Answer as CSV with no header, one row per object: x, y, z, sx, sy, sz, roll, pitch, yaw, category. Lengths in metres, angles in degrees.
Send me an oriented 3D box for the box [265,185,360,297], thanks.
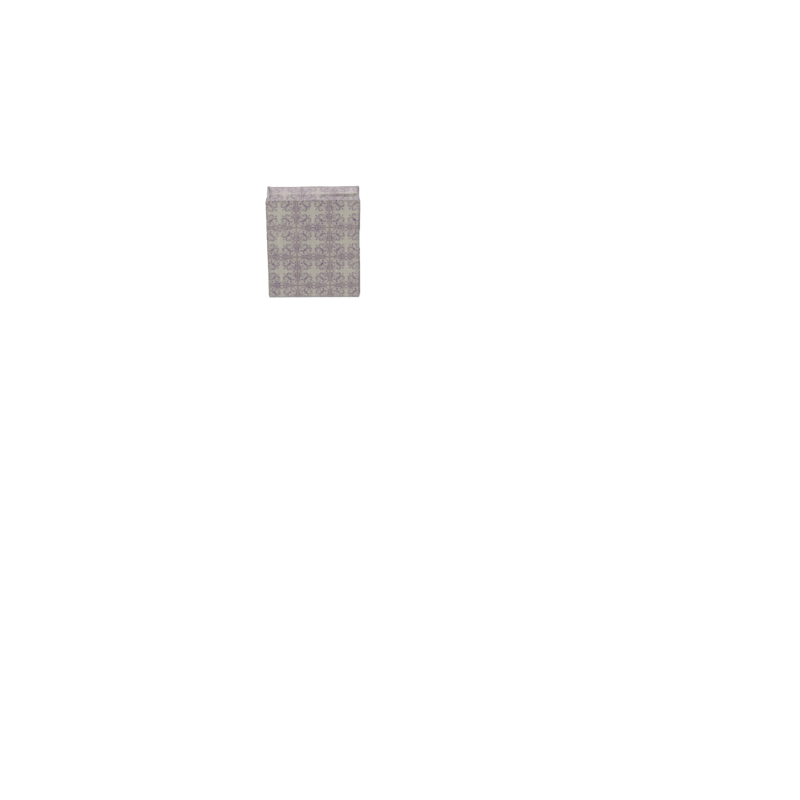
-0.068,-0.125,0.873,0.073,0.084,0.032,0,29,-1,box
